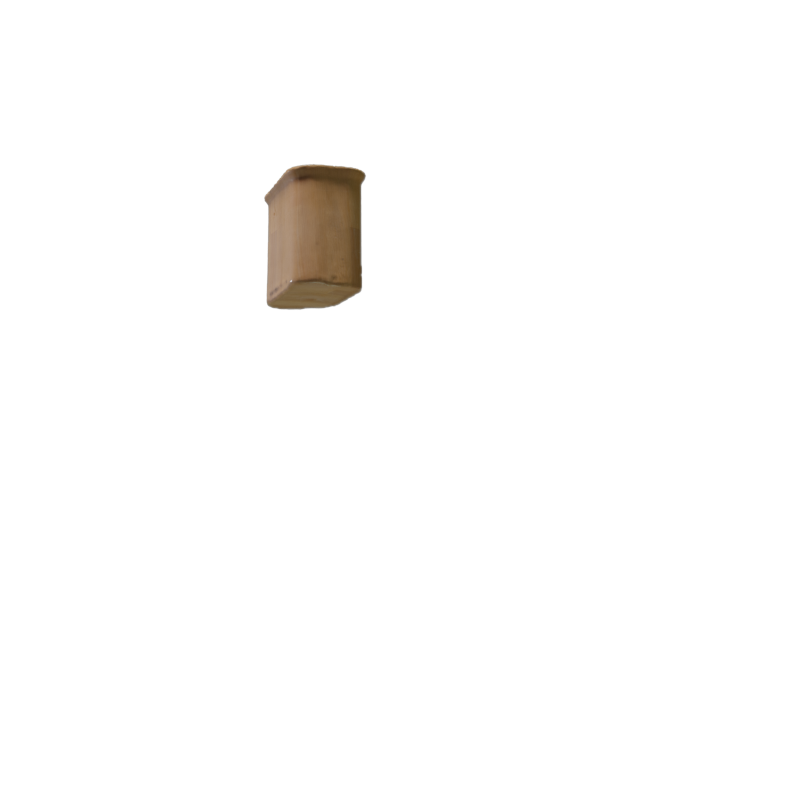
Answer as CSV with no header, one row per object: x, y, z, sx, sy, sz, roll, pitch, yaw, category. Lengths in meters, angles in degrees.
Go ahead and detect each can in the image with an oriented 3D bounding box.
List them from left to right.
-0.062,-0.113,0.794,0.056,0.086,0.102,3,-10,-19,can
